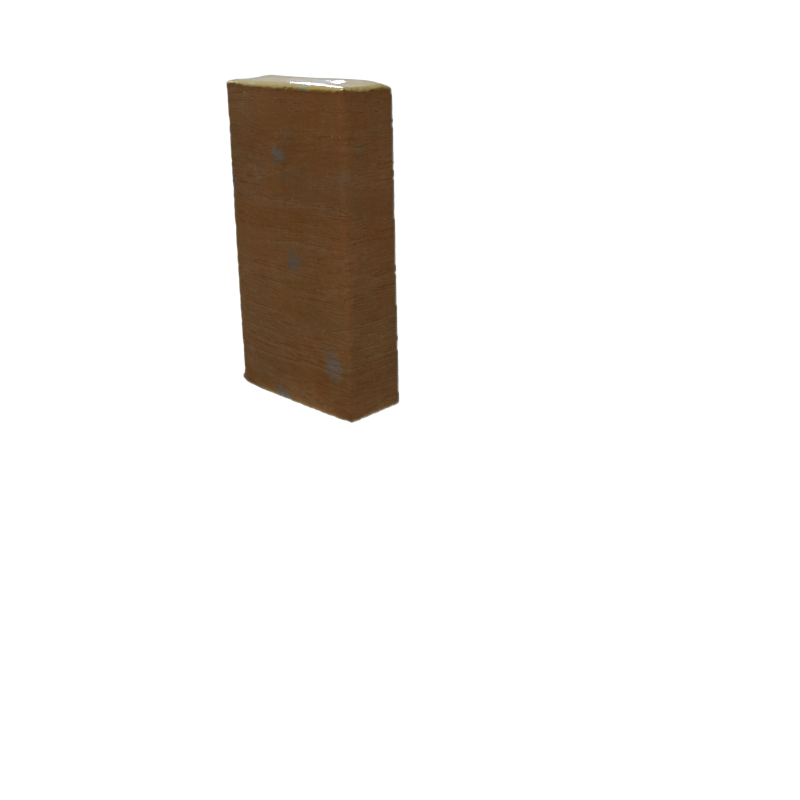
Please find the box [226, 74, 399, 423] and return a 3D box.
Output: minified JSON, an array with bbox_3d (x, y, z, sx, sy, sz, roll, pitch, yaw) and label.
[{"bbox_3d":[-0.047,-0.086,0.605,0.047,0.171,0.099,-12,20,-44],"label":"box"}]
